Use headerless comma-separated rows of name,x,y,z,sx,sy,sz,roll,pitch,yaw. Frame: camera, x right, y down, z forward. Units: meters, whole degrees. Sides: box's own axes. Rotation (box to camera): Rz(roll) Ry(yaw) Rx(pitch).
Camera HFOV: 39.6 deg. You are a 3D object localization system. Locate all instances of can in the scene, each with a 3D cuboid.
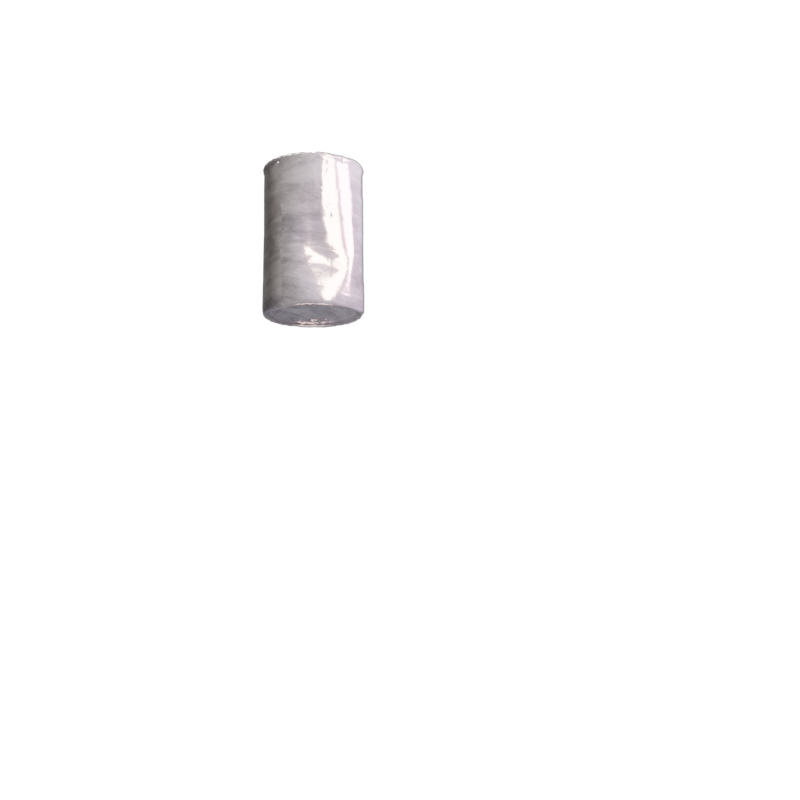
can,-0.058,-0.105,0.736,0.068,0.106,0.066,0,-15,-2
